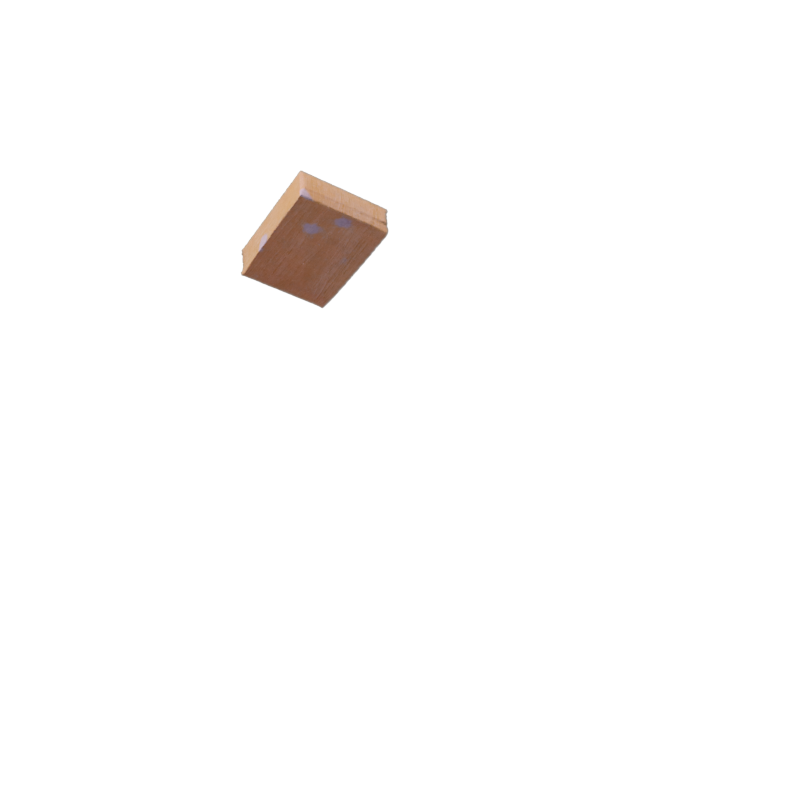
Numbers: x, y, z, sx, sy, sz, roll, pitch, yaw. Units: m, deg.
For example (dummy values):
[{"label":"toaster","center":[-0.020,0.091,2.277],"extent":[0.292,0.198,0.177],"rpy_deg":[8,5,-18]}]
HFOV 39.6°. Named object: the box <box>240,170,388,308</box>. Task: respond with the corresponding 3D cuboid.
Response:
[{"label":"box","center":[-0.077,-0.140,0.984],"extent":[0.086,0.042,0.110],"rpy_deg":[24,-51,-22]}]
